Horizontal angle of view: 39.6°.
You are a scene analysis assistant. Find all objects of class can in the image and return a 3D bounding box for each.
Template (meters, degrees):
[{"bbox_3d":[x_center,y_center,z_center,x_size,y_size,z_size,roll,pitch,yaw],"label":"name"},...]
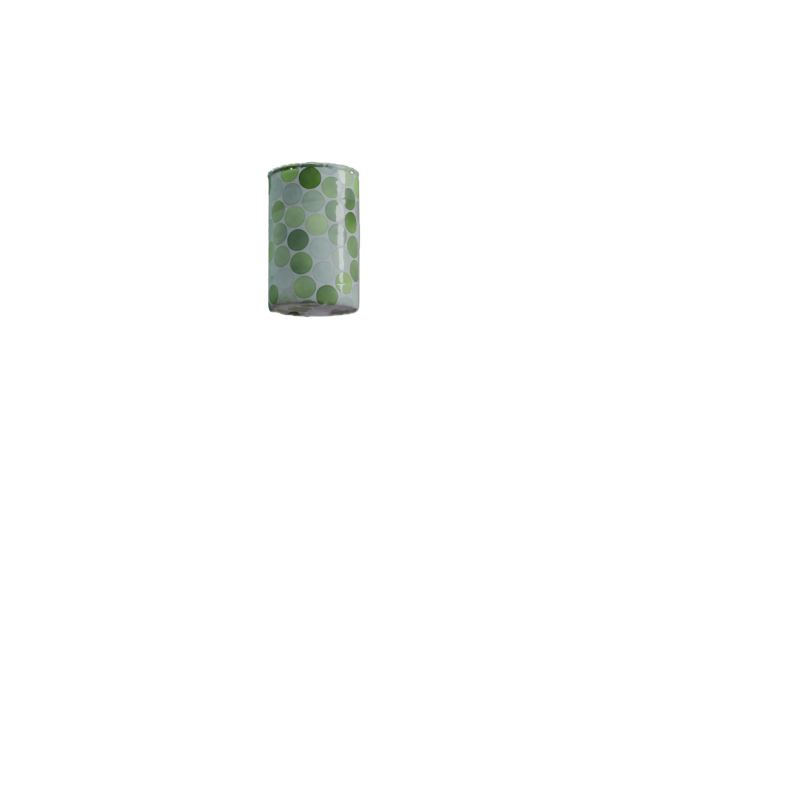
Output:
[{"bbox_3d":[-0.063,-0.115,0.808,0.068,0.105,0.067,0,-9,-2],"label":"can"}]
